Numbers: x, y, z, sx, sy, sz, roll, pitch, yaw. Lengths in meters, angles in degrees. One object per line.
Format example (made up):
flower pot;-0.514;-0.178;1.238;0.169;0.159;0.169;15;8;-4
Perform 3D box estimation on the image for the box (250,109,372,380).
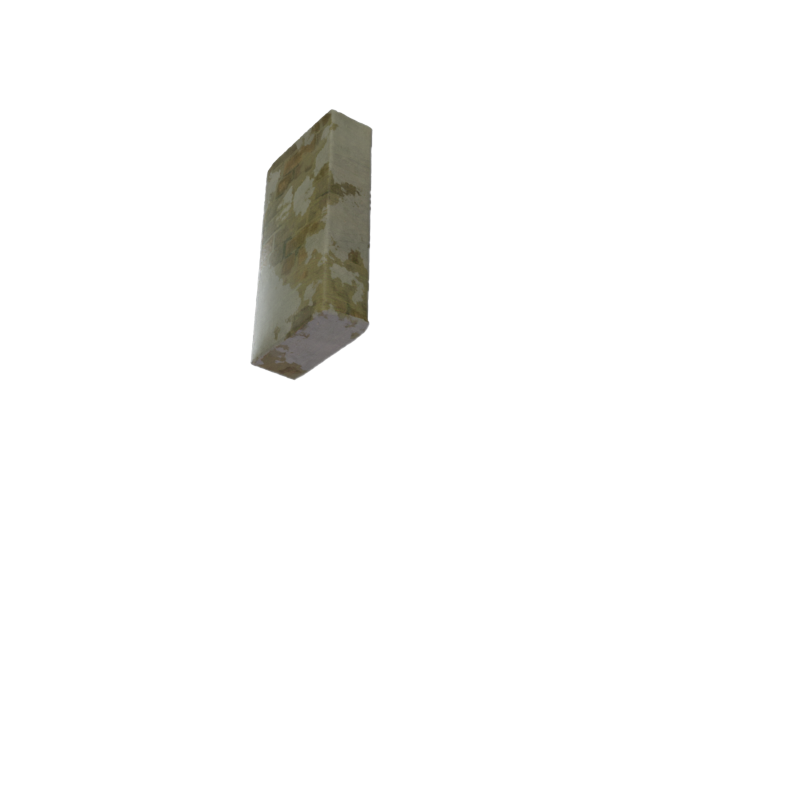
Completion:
box;-0.063;-0.114;0.799;0.045;0.188;0.092;21;-38;-32
